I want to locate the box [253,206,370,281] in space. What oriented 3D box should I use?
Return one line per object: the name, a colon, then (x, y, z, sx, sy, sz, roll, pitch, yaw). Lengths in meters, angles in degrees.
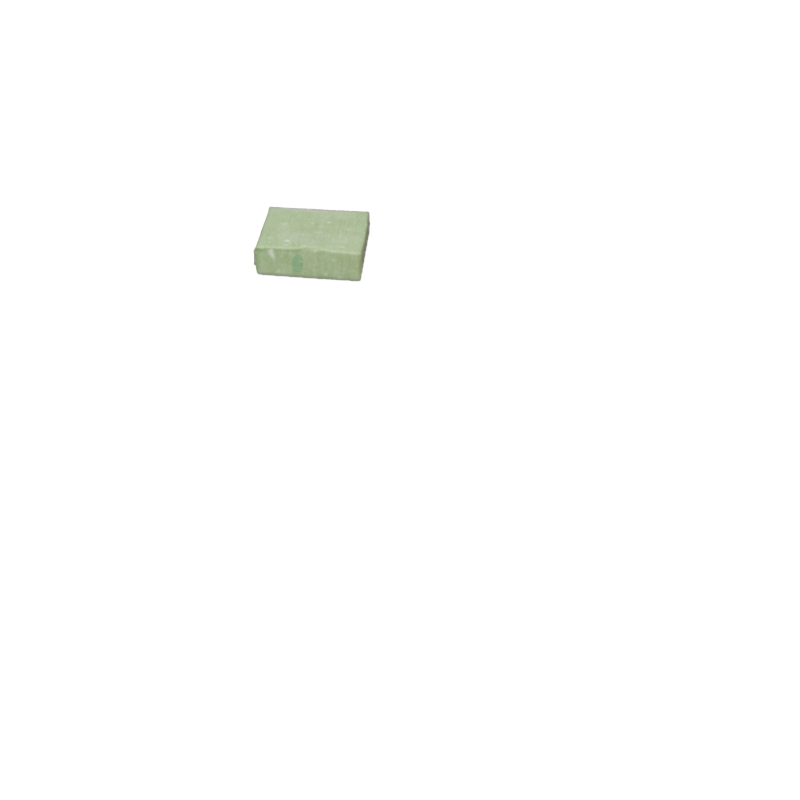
box: (-0.073, -0.132, 0.928, 0.090, 0.028, 0.077, 4, 35, 5)
